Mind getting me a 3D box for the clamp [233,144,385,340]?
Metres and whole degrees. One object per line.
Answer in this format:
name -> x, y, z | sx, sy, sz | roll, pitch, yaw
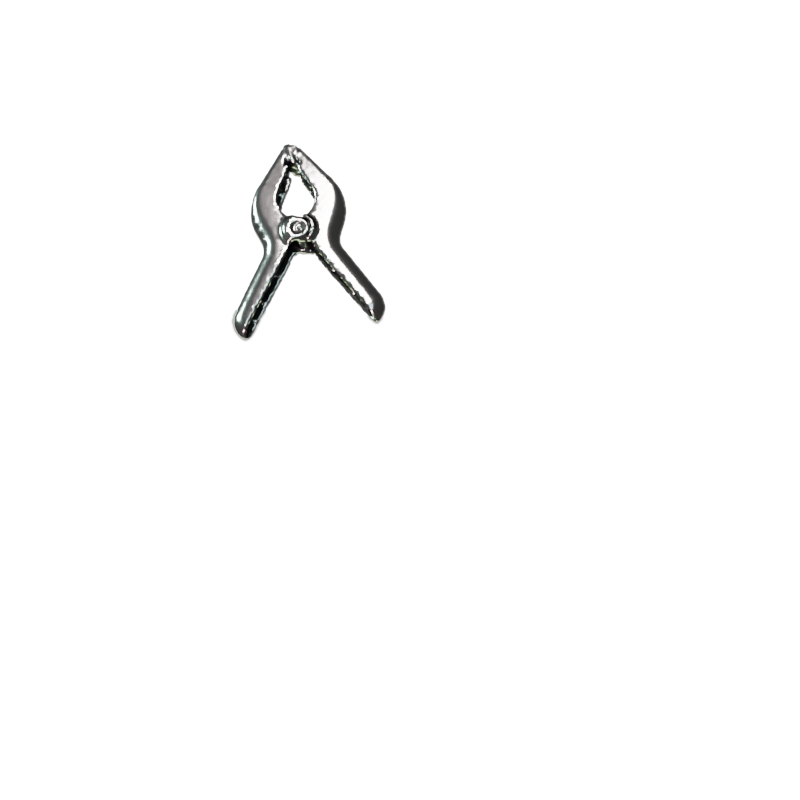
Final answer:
clamp -> -0.071, -0.130, 0.912 | 0.120, 0.180, 0.037 | 2, -21, 0
